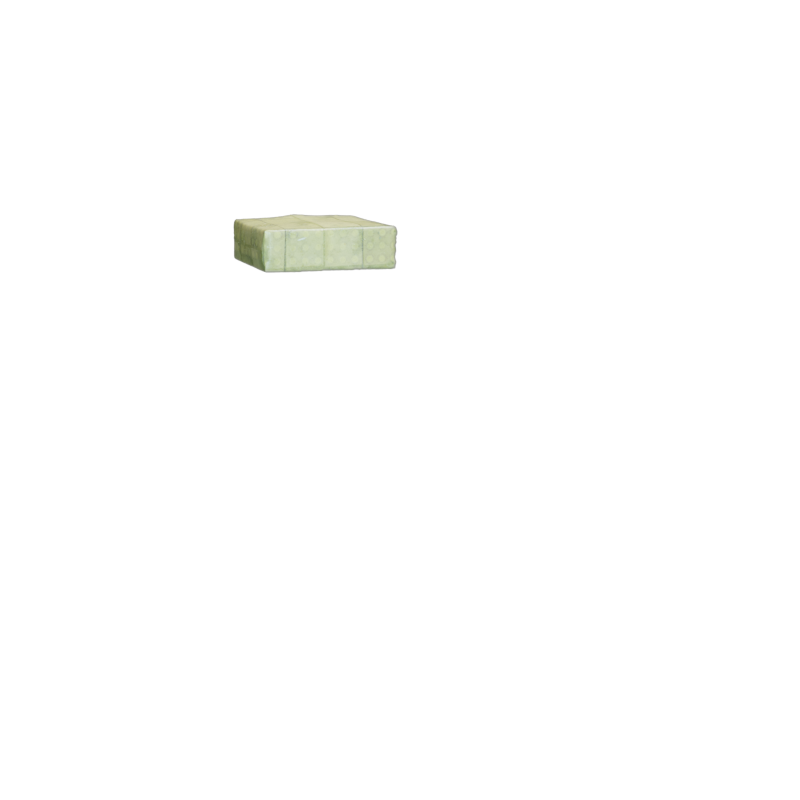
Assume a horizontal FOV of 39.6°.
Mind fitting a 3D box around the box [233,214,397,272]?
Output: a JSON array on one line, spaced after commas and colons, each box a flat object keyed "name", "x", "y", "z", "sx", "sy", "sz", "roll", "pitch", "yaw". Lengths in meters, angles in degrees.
[{"name": "box", "x": -0.056, "y": -0.102, "z": 0.717, "sx": 0.087, "sy": 0.029, "sz": 0.077, "roll": -5, "pitch": 15, "yaw": -20}]
